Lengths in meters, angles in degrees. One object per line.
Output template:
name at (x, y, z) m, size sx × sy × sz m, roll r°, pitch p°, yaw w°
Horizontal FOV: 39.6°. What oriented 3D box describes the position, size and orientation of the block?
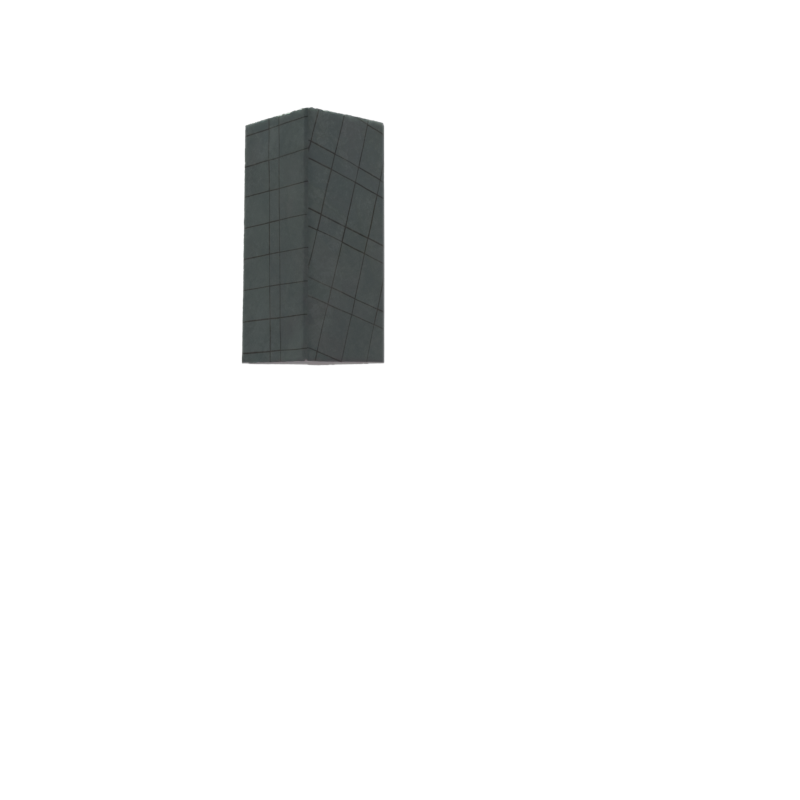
block at (-0.073, -0.135, 0.944) m, size 0.086 × 0.210 × 0.093 m, roll 5°, pitch -9°, yaw -42°
